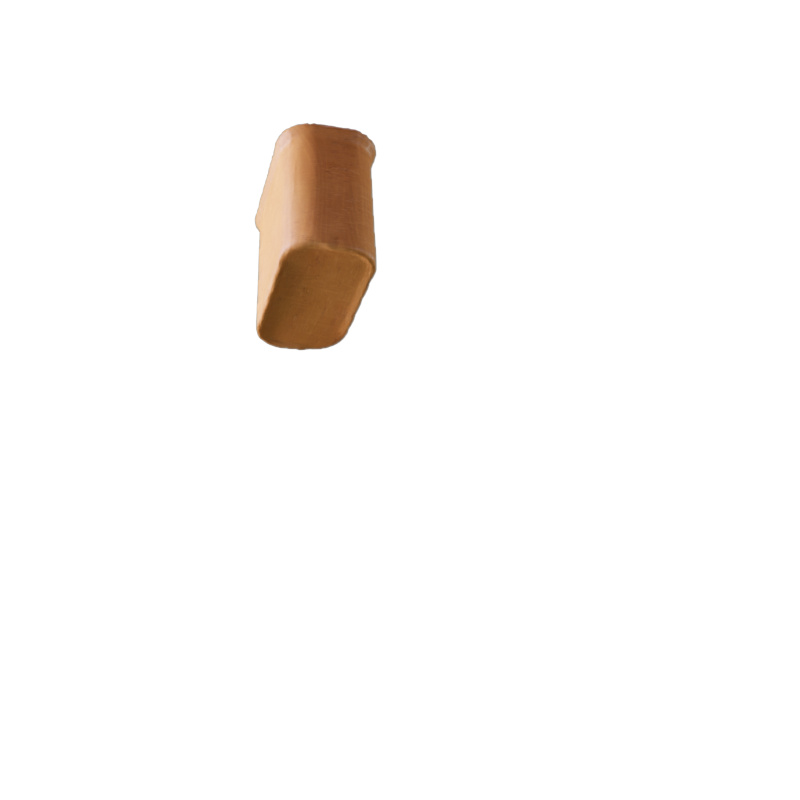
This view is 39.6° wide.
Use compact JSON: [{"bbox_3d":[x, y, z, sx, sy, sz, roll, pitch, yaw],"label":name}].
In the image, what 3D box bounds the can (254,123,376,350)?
[{"bbox_3d":[-0.048,-0.088,0.618,0.056,0.090,0.097,8,-36,-14],"label":"can"}]
